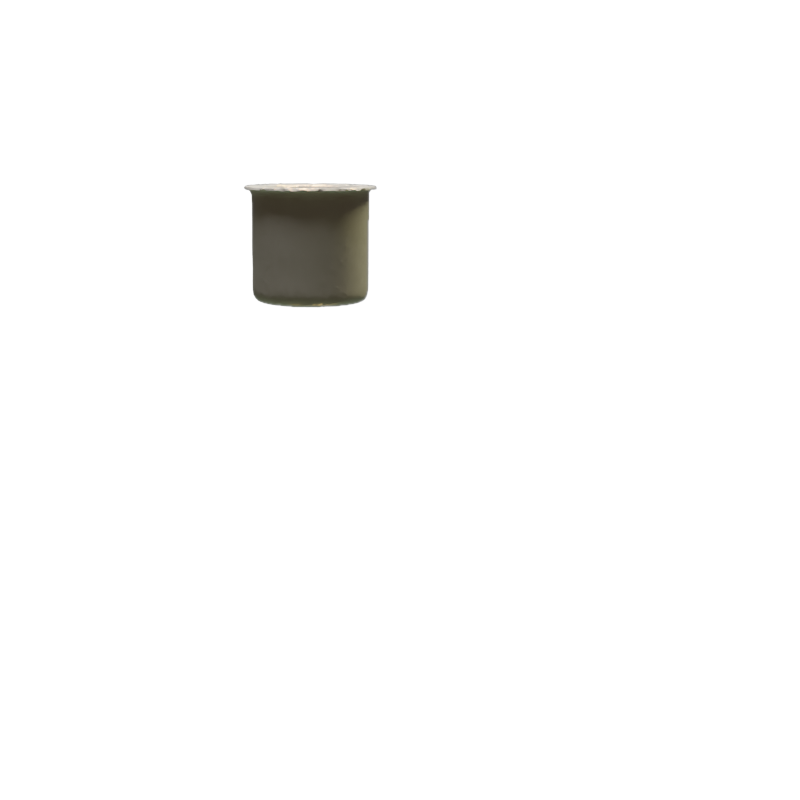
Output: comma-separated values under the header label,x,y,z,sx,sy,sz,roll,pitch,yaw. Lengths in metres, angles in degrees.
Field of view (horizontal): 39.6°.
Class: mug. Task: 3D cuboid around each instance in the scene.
label,x,y,z,sx,sy,sz,roll,pitch,yaw
mug,-0.062,-0.113,0.792,0.094,0.080,0.118,1,11,7
